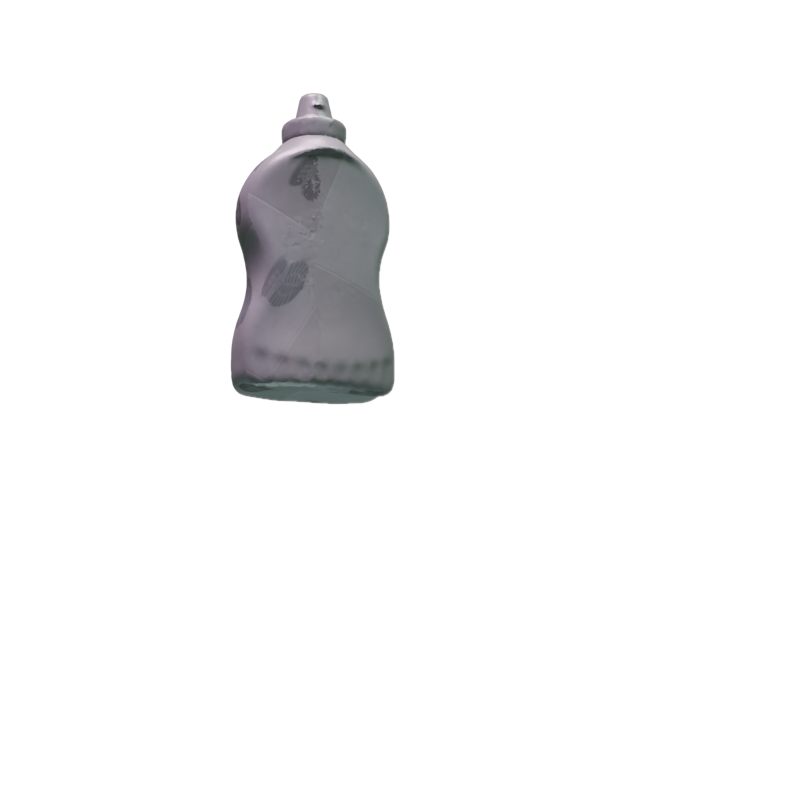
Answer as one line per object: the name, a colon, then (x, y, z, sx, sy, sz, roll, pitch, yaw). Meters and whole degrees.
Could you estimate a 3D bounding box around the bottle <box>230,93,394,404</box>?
bottle: (-0.053, -0.097, 0.680, 0.093, 0.199, 0.058, 5, -17, -20)
